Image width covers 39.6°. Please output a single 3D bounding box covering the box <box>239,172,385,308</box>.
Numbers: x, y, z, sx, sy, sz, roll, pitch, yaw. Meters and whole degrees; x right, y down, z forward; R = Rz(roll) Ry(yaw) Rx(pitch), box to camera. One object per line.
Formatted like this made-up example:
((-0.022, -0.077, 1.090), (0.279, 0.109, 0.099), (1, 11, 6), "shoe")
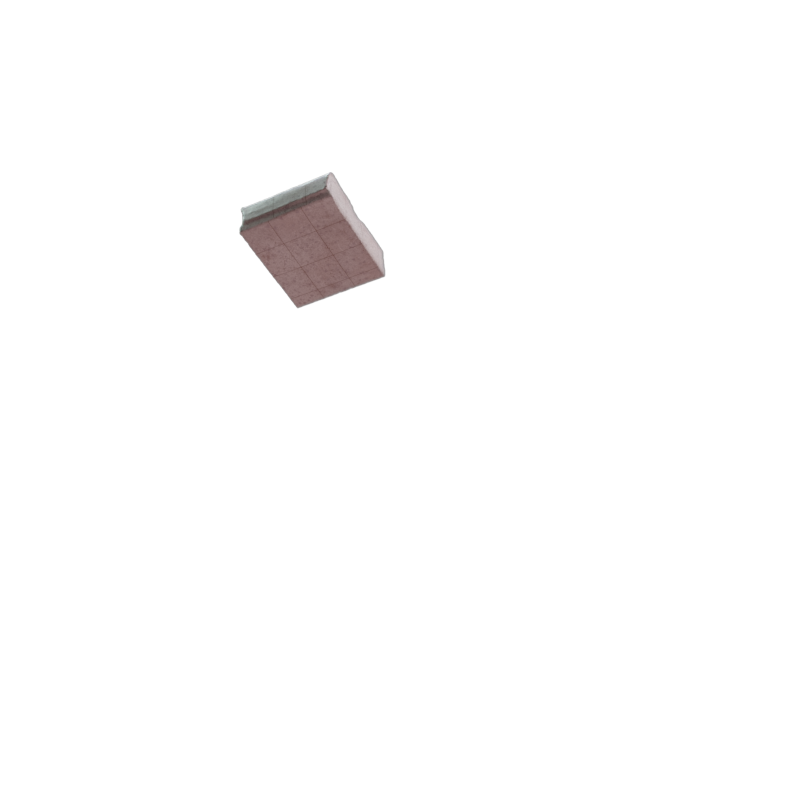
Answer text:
((-0.062, -0.113, 0.791), (0.074, 0.032, 0.082), (-19, -47, 18), "box")
